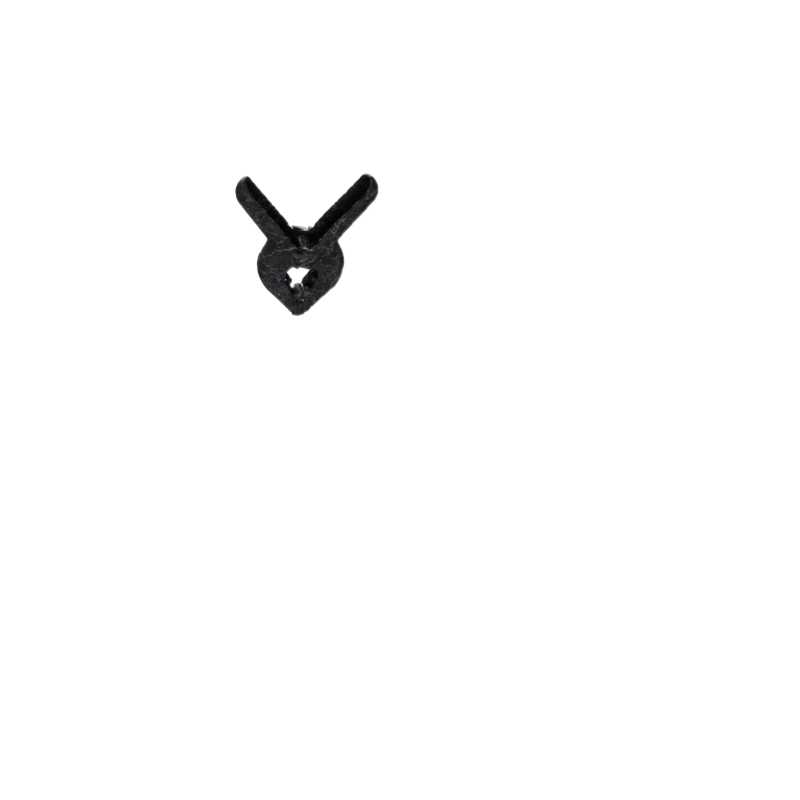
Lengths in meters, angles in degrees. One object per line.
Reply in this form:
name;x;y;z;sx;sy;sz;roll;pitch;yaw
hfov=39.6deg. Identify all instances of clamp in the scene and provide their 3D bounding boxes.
clamp;-0.077;-0.141;0.985;0.120;0.042;0.159;-2;-35;2
